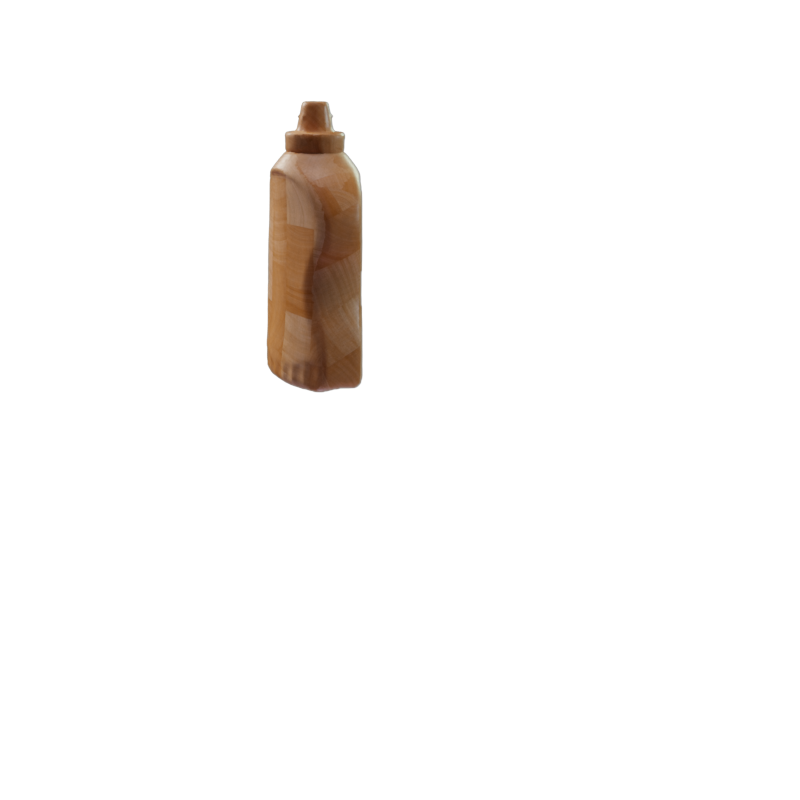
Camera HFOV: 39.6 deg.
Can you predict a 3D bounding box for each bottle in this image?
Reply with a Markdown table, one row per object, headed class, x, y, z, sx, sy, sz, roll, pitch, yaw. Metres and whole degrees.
| class | x | y | z | sx | sy | sz | roll | pitch | yaw |
| --- | --- | --- | --- | --- | --- | --- | --- | --- | --- |
| bottle | -0.059 | -0.109 | 0.764 | 0.057 | 0.187 | 0.101 | -4 | 12 | -24 |
